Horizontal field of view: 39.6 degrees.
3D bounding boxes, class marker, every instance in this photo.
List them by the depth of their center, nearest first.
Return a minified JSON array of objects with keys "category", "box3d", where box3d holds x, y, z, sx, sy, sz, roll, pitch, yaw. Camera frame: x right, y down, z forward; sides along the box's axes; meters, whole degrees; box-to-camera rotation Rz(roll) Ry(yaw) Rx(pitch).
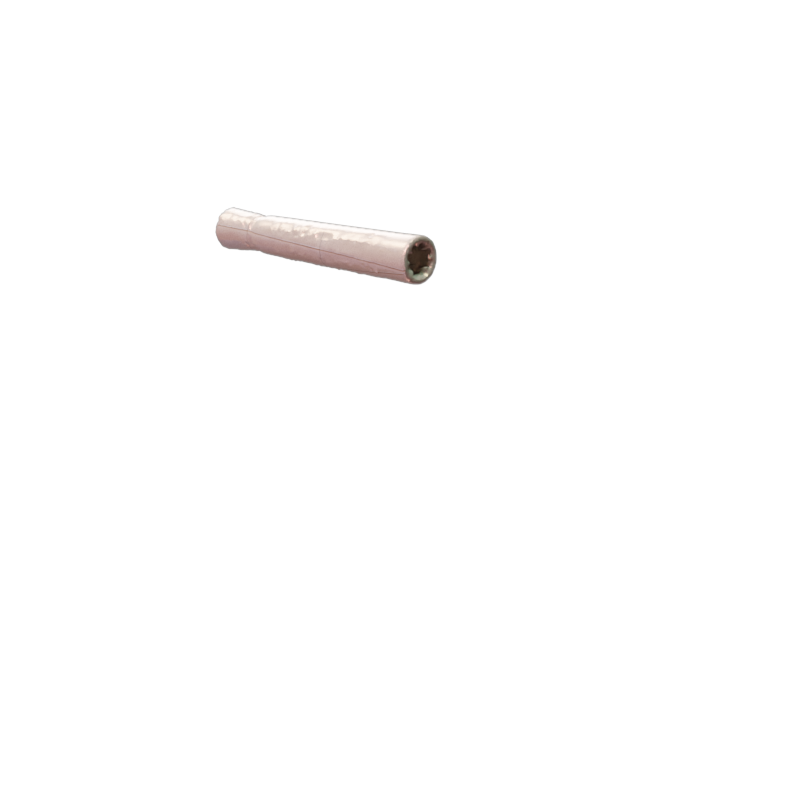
[{"category":"marker","box3d":[-0.036,-0.065,0.456,0.019,0.019,0.128,-4,14,-43]}]
